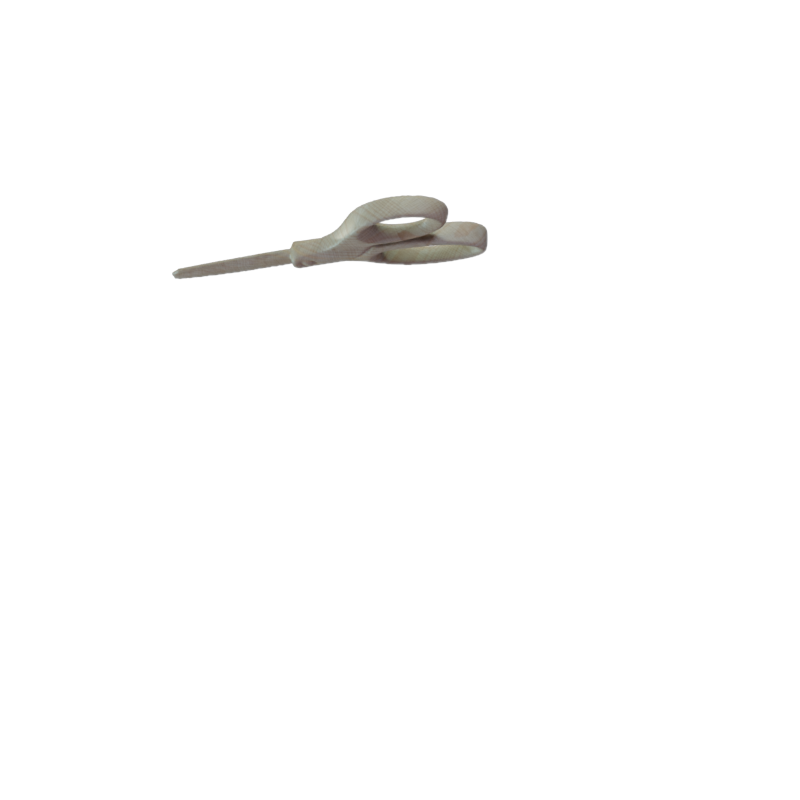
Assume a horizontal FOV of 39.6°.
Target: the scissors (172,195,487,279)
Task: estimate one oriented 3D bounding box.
[{"bbox_3d":[-0.051,-0.093,0.652,0.204,0.016,0.091,-2,-13,10],"label":"scissors"}]
